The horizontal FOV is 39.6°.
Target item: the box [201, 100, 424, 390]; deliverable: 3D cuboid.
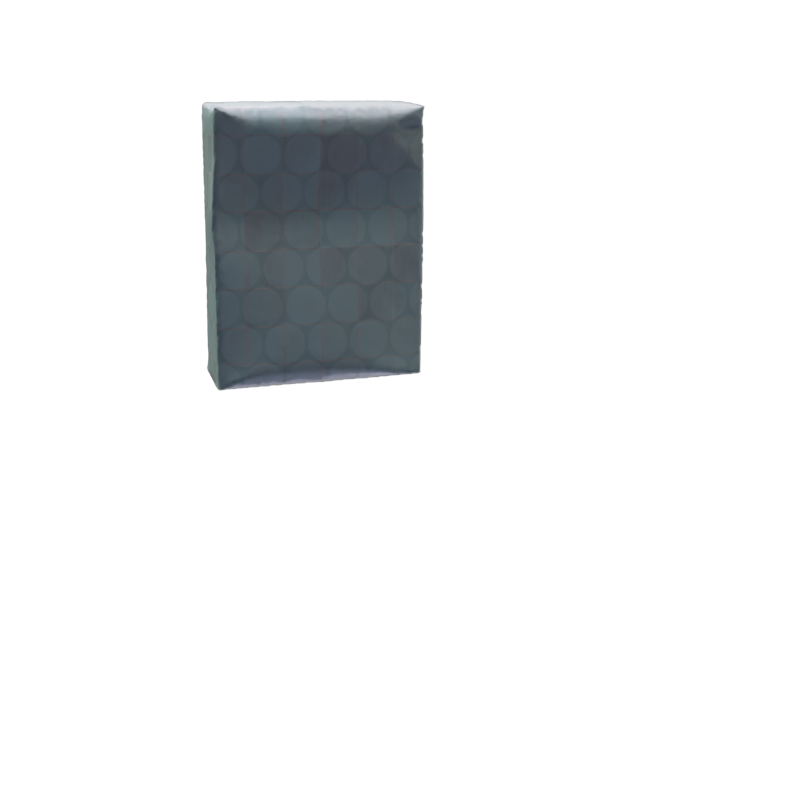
[{"bbox_3d":[-0.067,-0.122,0.854,0.161,0.209,0.075,-3,11,-14],"label":"box"}]
